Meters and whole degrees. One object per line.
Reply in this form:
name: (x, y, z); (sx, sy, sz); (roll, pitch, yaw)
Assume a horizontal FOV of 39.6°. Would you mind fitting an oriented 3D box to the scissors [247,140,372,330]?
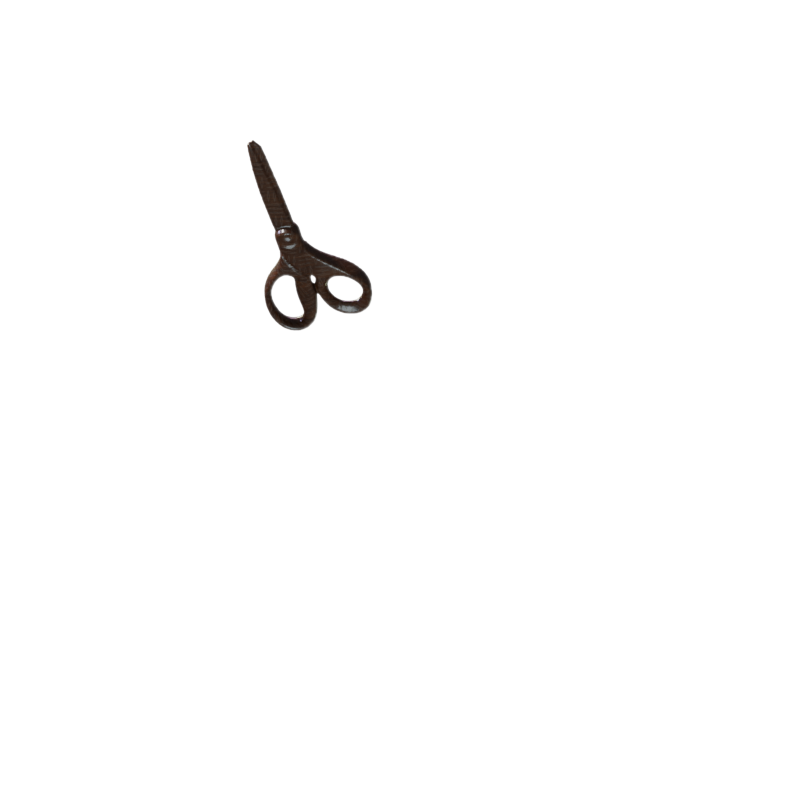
scissors: (-0.067, -0.122, 0.853); (0.096, 0.017, 0.188); (2, -39, -3)
